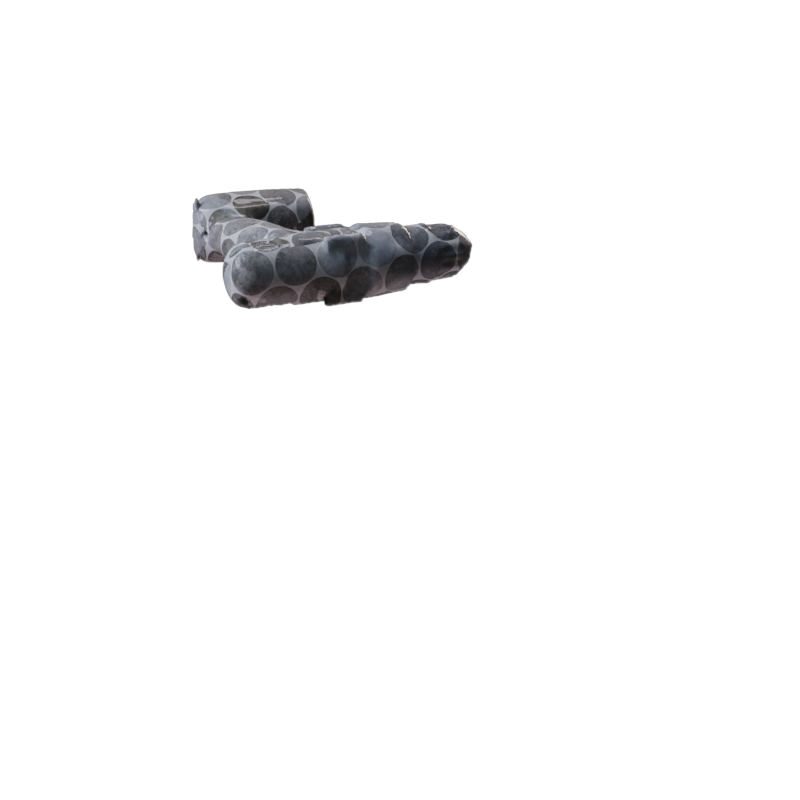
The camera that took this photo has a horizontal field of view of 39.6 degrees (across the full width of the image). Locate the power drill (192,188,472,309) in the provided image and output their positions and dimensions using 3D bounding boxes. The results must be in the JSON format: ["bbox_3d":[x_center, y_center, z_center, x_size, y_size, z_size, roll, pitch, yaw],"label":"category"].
[{"bbox_3d":[-0.065,-0.119,0.830,0.180,0.055,0.198,-8,20,-25],"label":"power drill"}]
